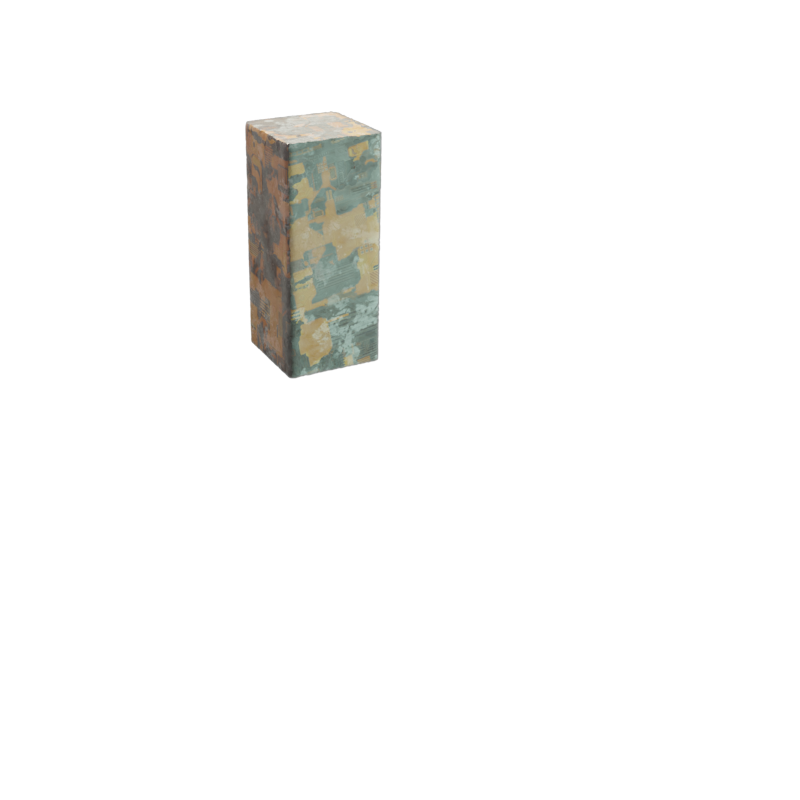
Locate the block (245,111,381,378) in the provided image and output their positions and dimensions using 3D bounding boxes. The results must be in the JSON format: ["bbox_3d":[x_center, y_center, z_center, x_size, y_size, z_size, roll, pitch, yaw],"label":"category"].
[{"bbox_3d":[-0.076,-0.137,0.962,0.088,0.197,0.097,-10,25,-27],"label":"block"}]
